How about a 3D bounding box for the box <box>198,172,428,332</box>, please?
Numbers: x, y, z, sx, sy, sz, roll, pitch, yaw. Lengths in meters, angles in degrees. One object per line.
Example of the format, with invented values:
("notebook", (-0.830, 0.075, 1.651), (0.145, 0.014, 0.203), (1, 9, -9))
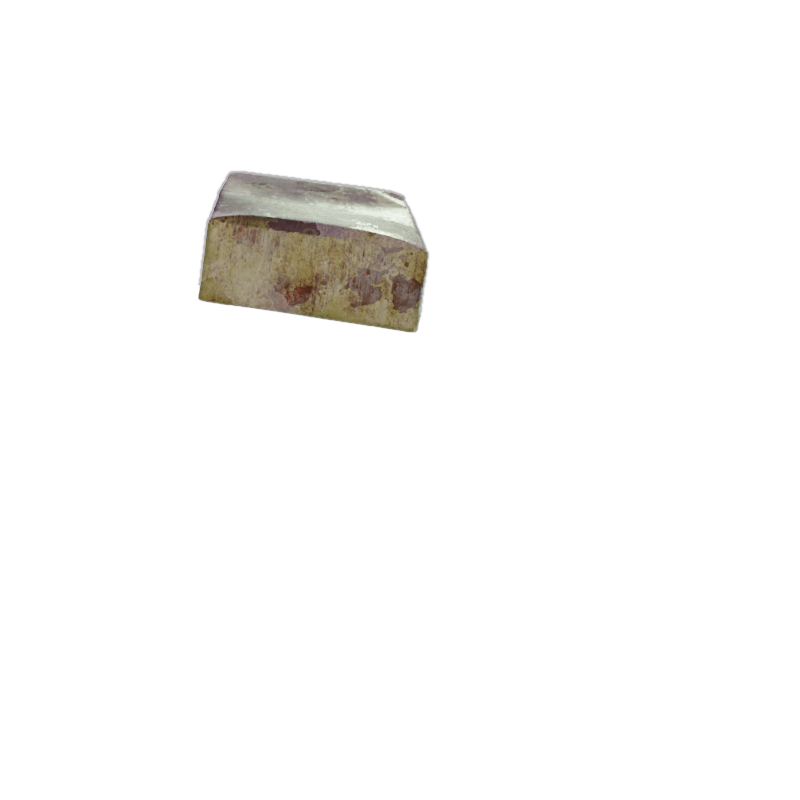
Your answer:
("box", (-0.070, -0.128, 0.899), (0.163, 0.069, 0.223), (7, 20, -5))
